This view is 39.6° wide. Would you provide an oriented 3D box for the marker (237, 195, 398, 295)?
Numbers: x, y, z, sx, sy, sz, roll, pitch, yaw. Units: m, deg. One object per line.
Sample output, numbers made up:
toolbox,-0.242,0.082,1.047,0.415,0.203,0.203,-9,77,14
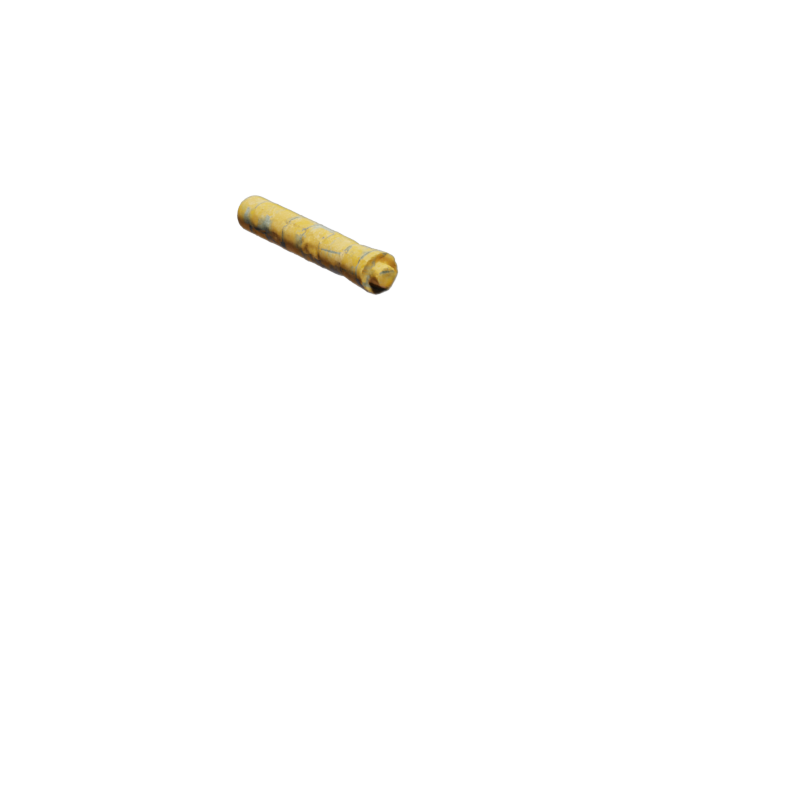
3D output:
marker,-0.040,-0.073,0.510,0.019,0.019,0.129,-3,21,-34
